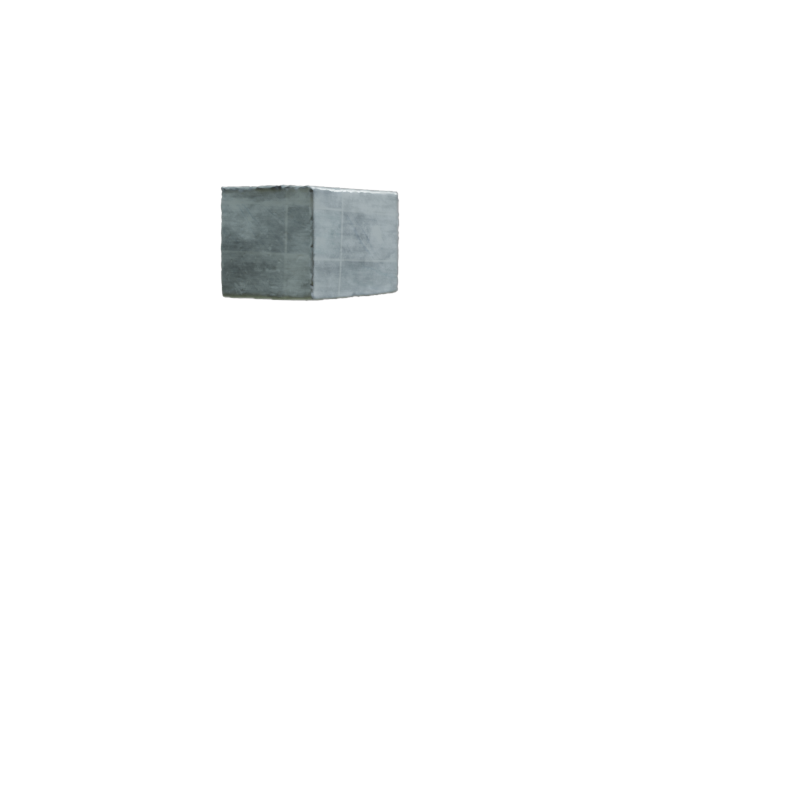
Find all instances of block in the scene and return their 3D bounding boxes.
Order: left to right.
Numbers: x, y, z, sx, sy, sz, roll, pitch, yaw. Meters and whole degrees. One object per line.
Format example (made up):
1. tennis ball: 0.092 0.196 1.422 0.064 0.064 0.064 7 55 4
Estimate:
1. block: -0.041 -0.075 0.524 0.055 0.051 0.076 3 7 30
